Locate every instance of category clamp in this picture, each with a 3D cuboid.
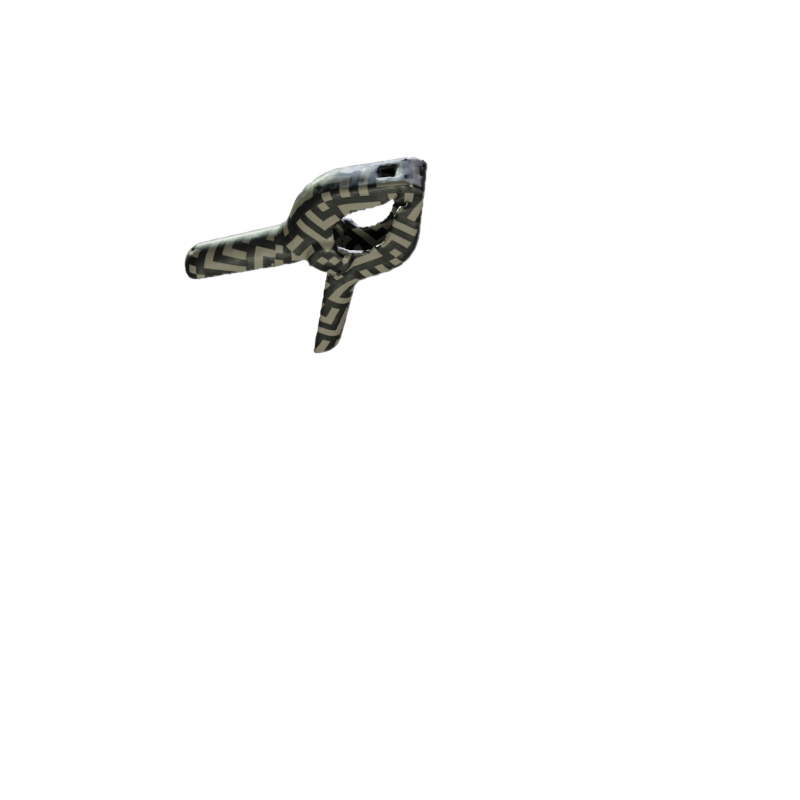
[{"bbox_3d":[-0.054,-0.098,0.688,0.115,0.042,0.167,22,-45,-24],"label":"clamp"}]
